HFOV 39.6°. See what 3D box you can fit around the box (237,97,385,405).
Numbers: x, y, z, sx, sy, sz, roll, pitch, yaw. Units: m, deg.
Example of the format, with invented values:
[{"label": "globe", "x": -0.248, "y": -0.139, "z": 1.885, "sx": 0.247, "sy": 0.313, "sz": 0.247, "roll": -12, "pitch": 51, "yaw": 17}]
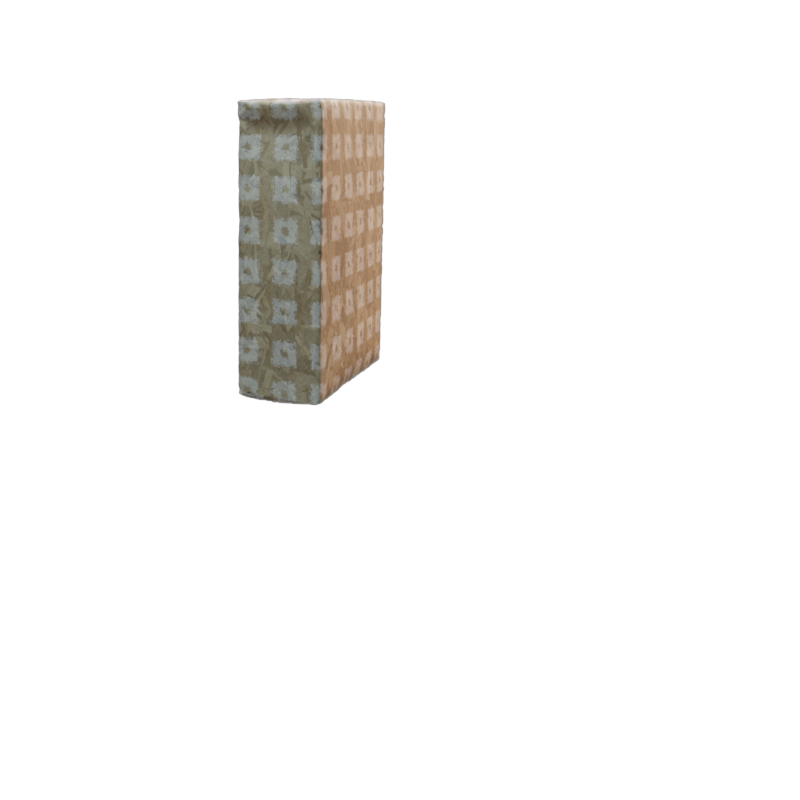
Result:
[{"label": "box", "x": -0.066, "y": -0.120, "z": 0.839, "sx": 0.073, "sy": 0.210, "sz": 0.164, "roll": 2, "pitch": 9, "yaw": 15}]
